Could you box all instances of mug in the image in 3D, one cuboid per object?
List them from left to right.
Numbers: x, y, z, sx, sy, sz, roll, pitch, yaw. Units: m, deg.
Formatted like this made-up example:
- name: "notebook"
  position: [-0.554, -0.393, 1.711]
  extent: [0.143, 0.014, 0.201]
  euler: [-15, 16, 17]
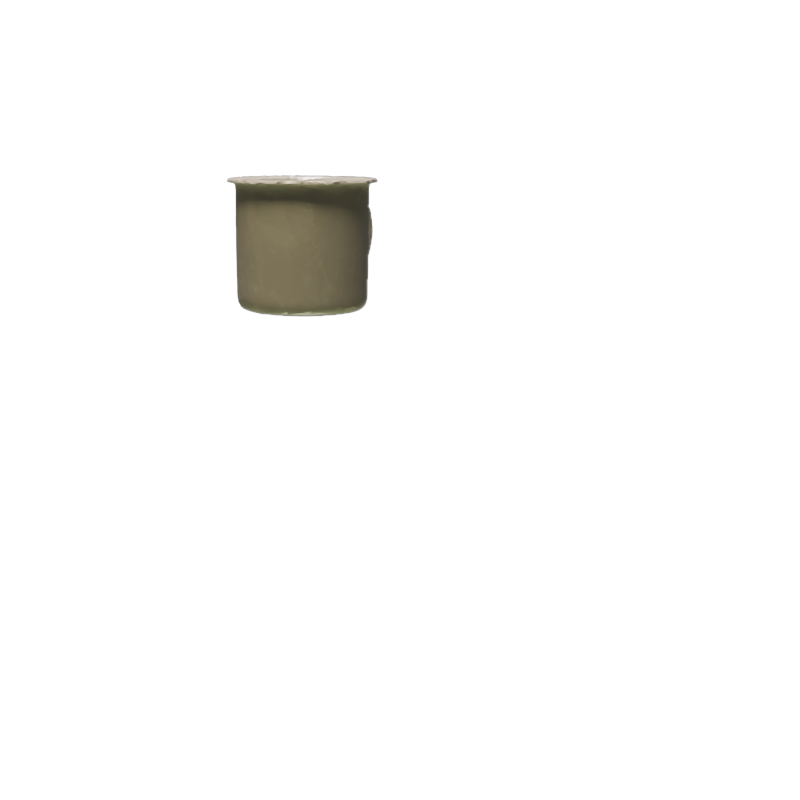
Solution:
- name: "mug"
  position: [-0.055, -0.100, 0.699]
  extent: [0.097, 0.080, 0.115]
  euler: [6, 12, 31]
